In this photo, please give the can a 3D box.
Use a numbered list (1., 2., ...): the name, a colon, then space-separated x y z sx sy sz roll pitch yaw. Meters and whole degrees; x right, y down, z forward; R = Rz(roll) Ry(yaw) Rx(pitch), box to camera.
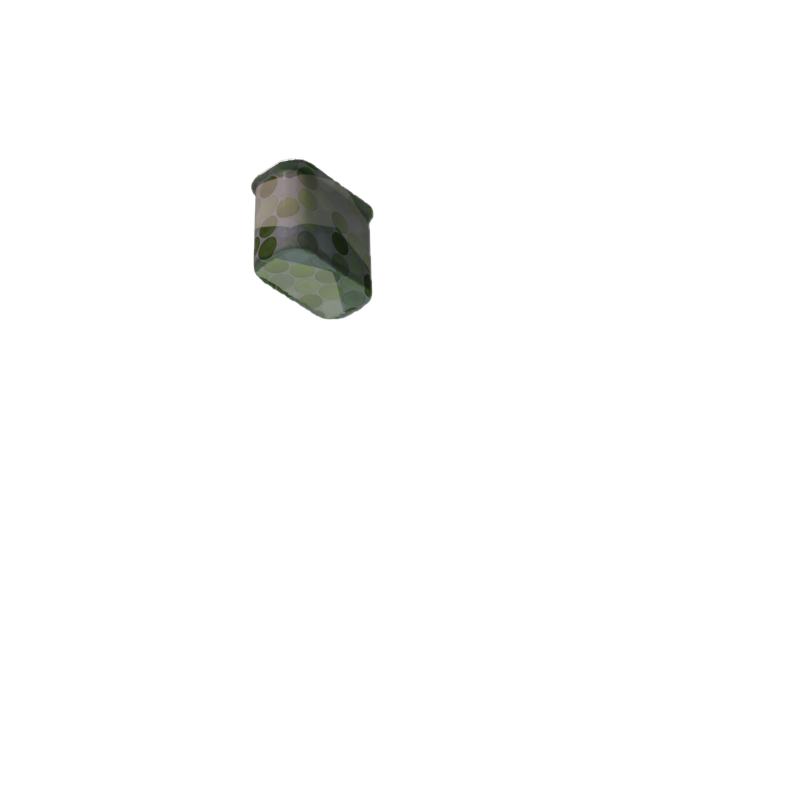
1. can: -0.066 -0.120 0.842 0.057 0.090 0.095 -28 -42 32
